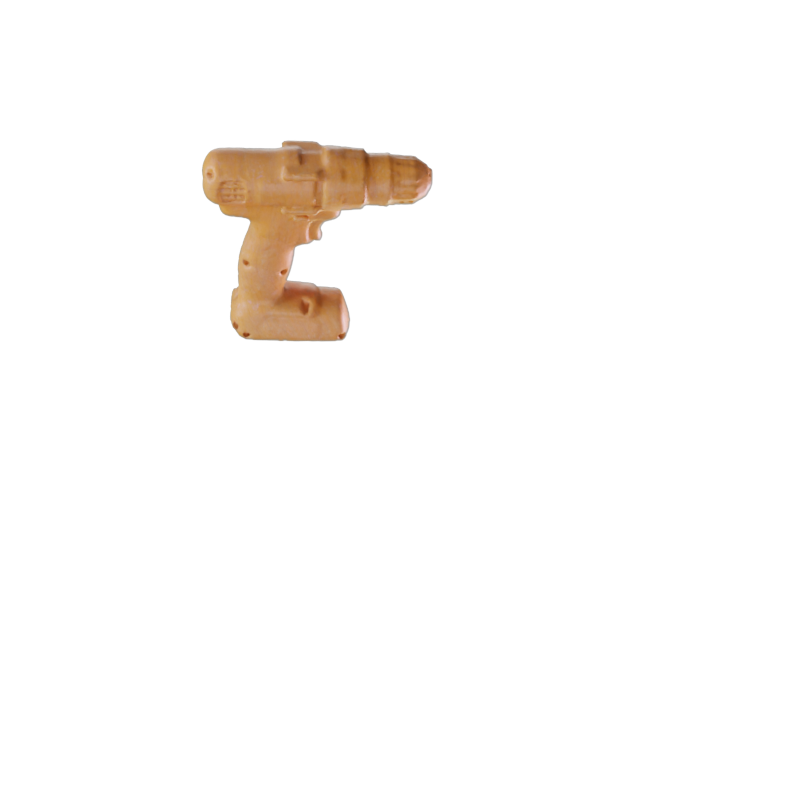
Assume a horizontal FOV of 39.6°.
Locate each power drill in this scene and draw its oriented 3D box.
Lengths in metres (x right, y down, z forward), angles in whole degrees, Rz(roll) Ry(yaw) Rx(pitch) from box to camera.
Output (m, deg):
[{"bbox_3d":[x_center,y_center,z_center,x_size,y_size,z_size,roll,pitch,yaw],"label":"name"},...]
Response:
[{"bbox_3d":[-0.073,-0.133,0.931,0.184,0.175,0.062,3,42,-3],"label":"power drill"}]
